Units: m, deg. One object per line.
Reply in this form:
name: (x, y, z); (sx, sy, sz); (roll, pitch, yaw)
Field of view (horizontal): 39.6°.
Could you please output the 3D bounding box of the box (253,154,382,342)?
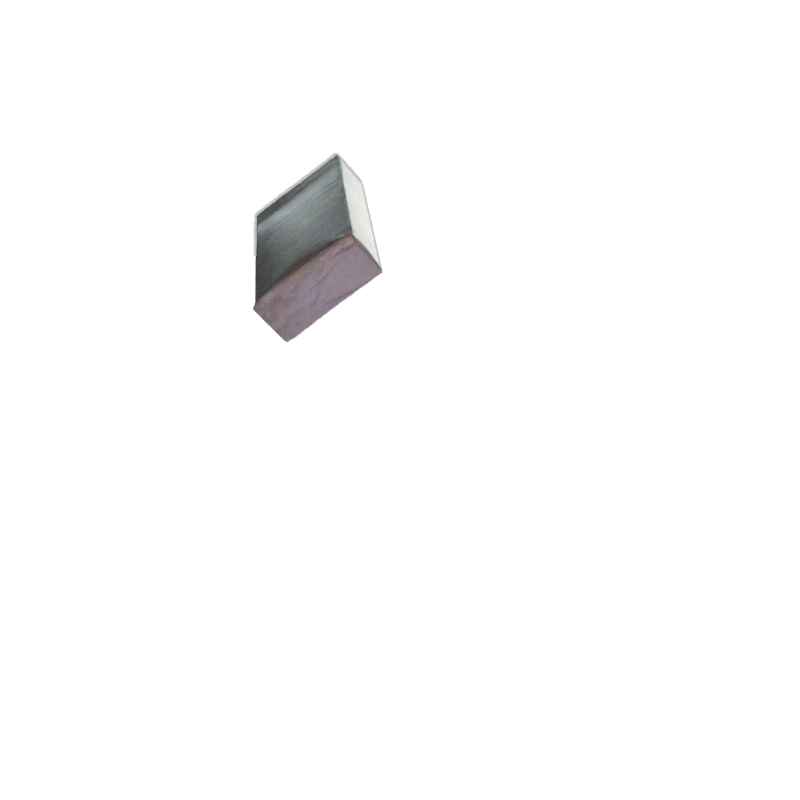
box: (-0.068, -0.124, 0.870); (0.093, 0.046, 0.186); (-35, 25, 14)
